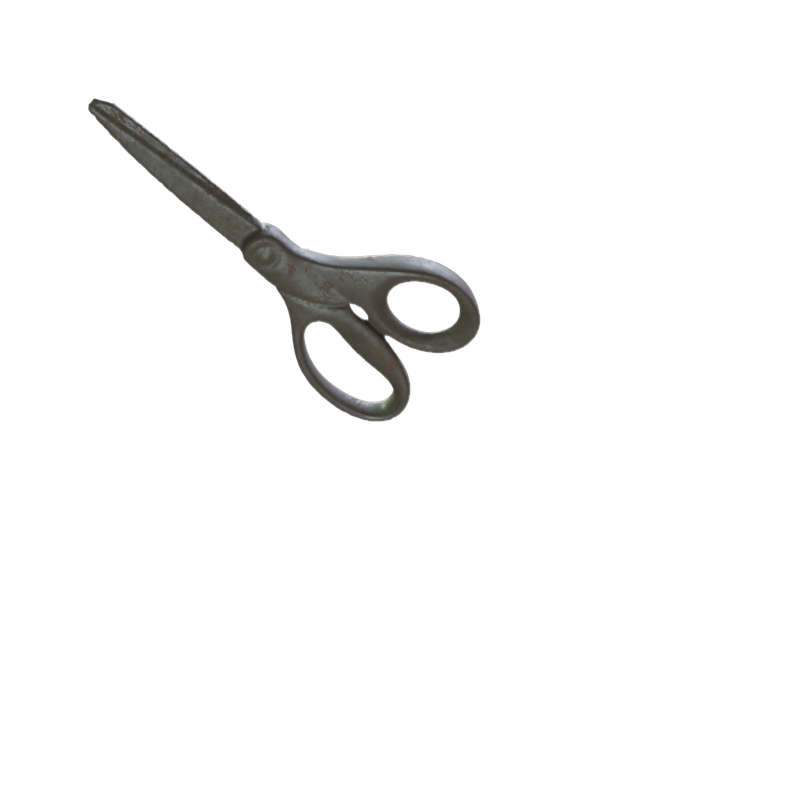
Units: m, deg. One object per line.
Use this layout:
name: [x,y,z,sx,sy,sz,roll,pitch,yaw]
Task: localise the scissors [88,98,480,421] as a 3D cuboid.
scissors: [-0.037,-0.068,0.478,0.096,0.188,0.017,-25,30,15]
